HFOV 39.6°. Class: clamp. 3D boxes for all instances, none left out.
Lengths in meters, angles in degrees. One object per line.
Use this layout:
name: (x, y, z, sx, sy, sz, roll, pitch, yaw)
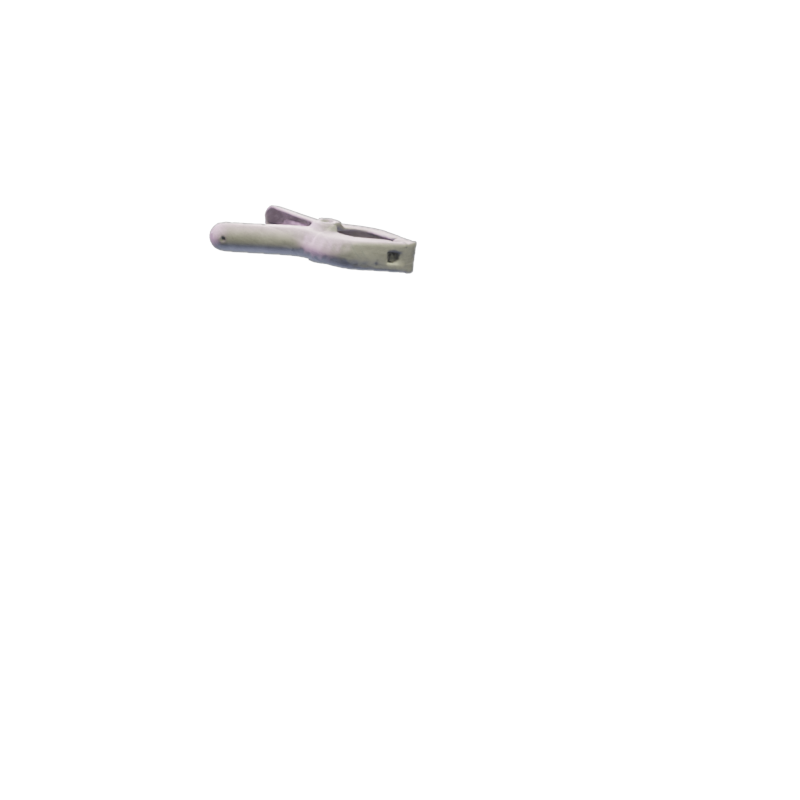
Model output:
clamp: (-0.074, -0.136, 0.951, 0.179, 0.037, 0.120, 14, 27, 28)
